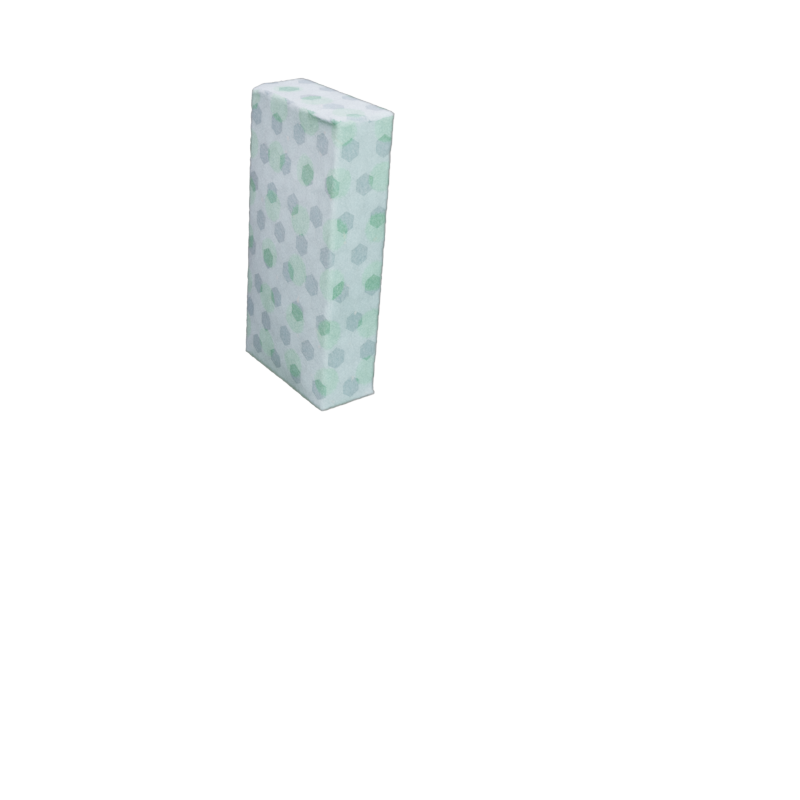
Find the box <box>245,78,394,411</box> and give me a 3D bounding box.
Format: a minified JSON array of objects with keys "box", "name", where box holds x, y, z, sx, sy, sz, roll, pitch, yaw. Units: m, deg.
[{"box":[-0.052,-0.093,0.654,0.047,0.167,0.100,-15,29,-33],"name":"box"}]
